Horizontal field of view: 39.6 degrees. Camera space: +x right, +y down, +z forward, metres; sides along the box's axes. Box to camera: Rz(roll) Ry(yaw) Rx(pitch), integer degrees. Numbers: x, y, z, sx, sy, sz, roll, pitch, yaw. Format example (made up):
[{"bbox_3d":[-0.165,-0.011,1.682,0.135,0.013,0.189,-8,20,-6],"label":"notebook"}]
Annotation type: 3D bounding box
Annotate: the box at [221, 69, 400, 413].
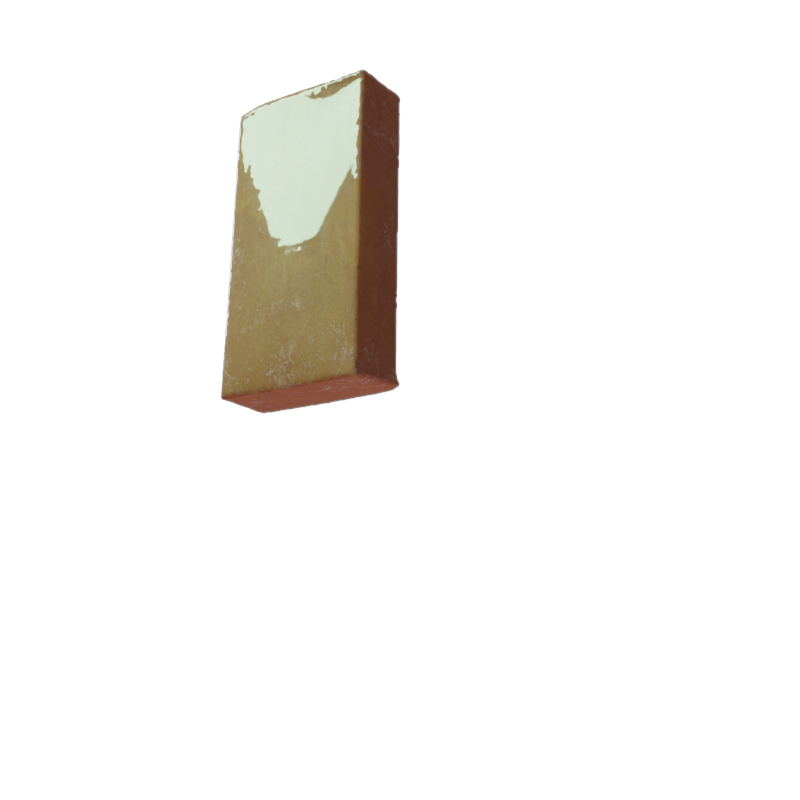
[{"bbox_3d":[-0.048,-0.088,0.614,0.095,0.185,0.045,-14,-23,32],"label":"box"}]
